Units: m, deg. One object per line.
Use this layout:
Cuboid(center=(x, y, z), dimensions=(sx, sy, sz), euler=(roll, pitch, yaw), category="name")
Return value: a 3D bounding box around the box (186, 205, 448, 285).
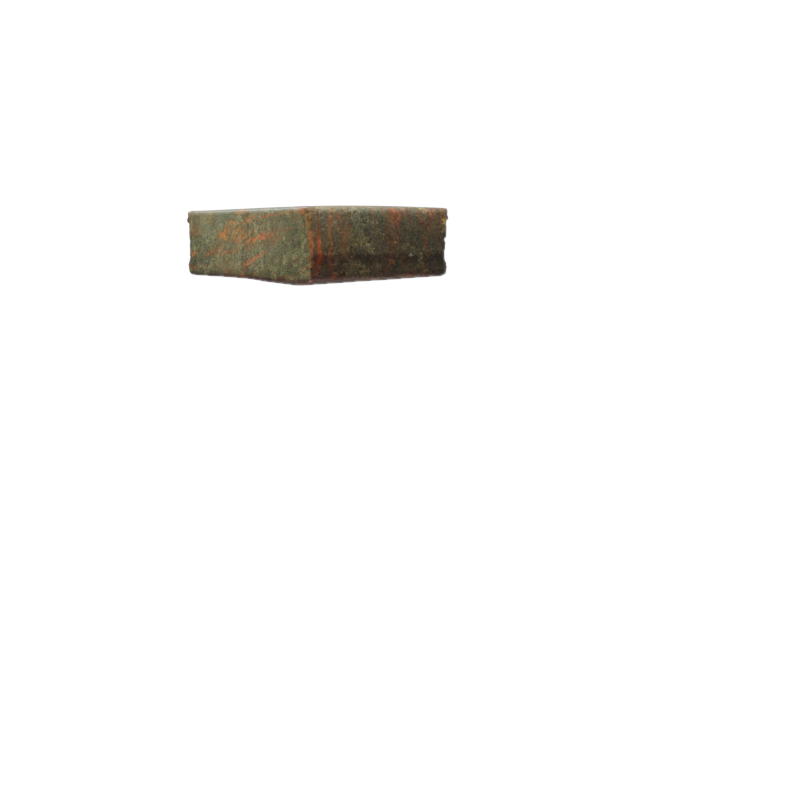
Cuboid(center=(-0.045, -0.082, 0.576), dimensions=(0.087, 0.038, 0.119), euler=(-7, 12, -38), category="box")
